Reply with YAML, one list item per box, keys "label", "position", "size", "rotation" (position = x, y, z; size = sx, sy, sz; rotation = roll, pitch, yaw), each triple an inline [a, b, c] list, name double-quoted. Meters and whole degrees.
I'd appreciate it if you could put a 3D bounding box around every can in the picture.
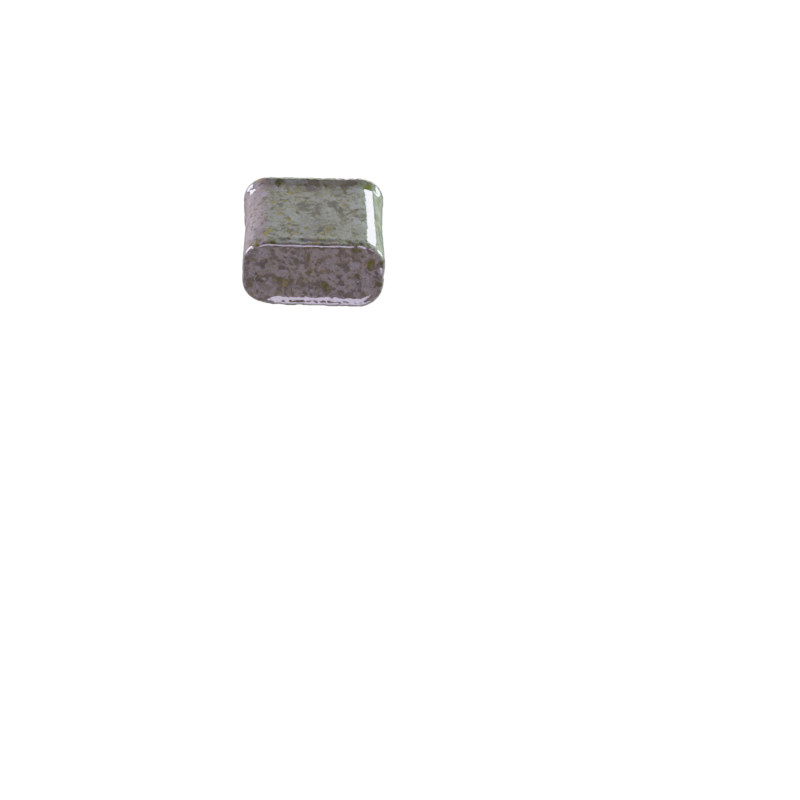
- label: "can"
  position: [-0.061, -0.111, 0.780]
  size: [0.102, 0.054, 0.090]
  rotation: [1, 38, -2]
